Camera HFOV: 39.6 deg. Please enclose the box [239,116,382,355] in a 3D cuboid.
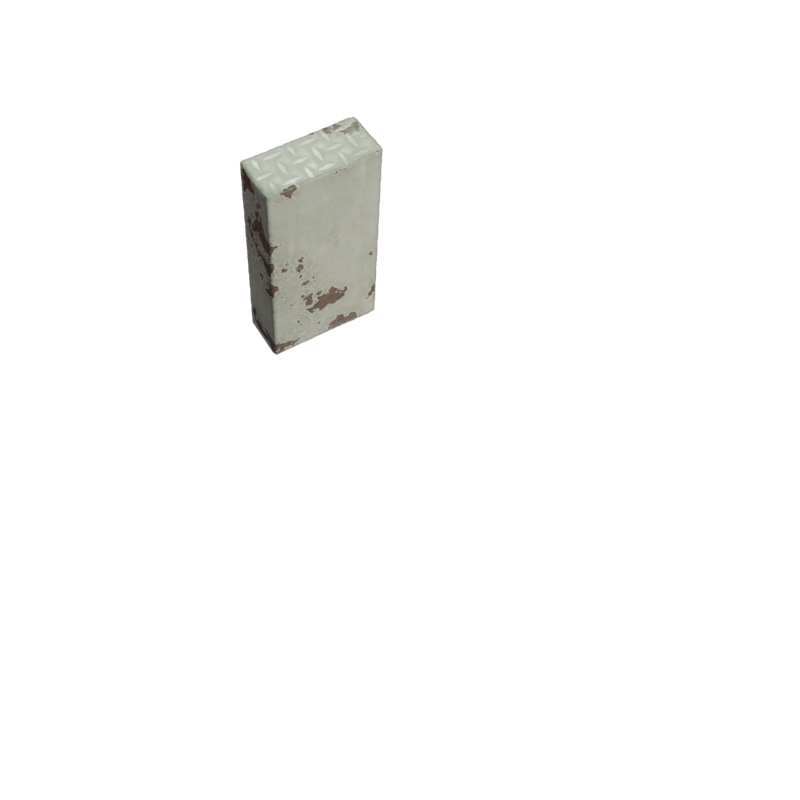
[{"bbox_3d":[-0.063,-0.115,0.805,0.093,0.051,0.165,-26,-29,-20],"label":"box"}]
